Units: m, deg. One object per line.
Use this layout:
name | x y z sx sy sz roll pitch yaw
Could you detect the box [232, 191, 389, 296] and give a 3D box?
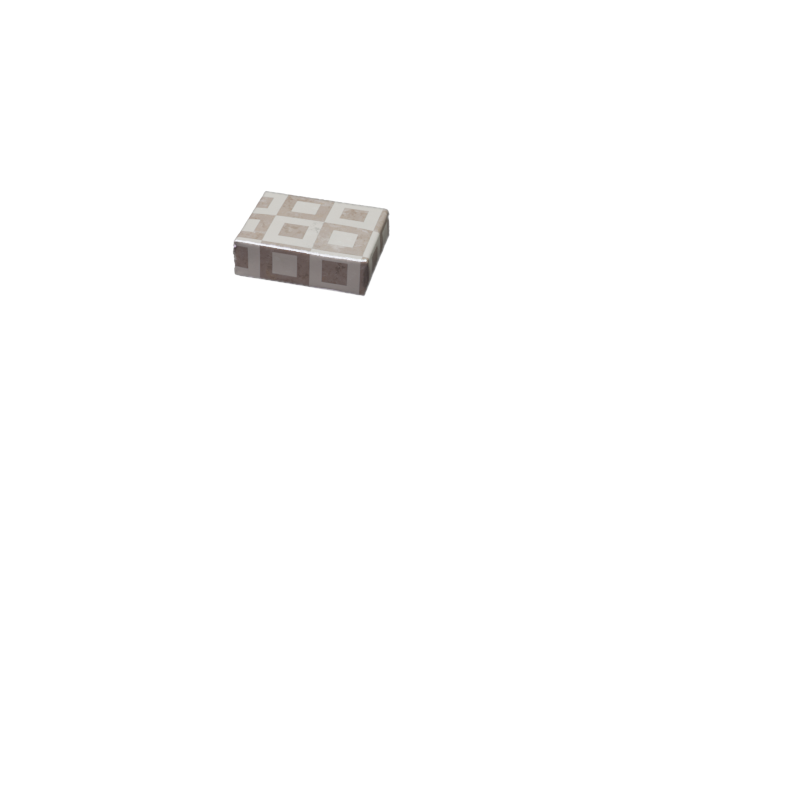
box | -0.072 -0.131 0.919 0.116 0.036 0.094 8 35 10
